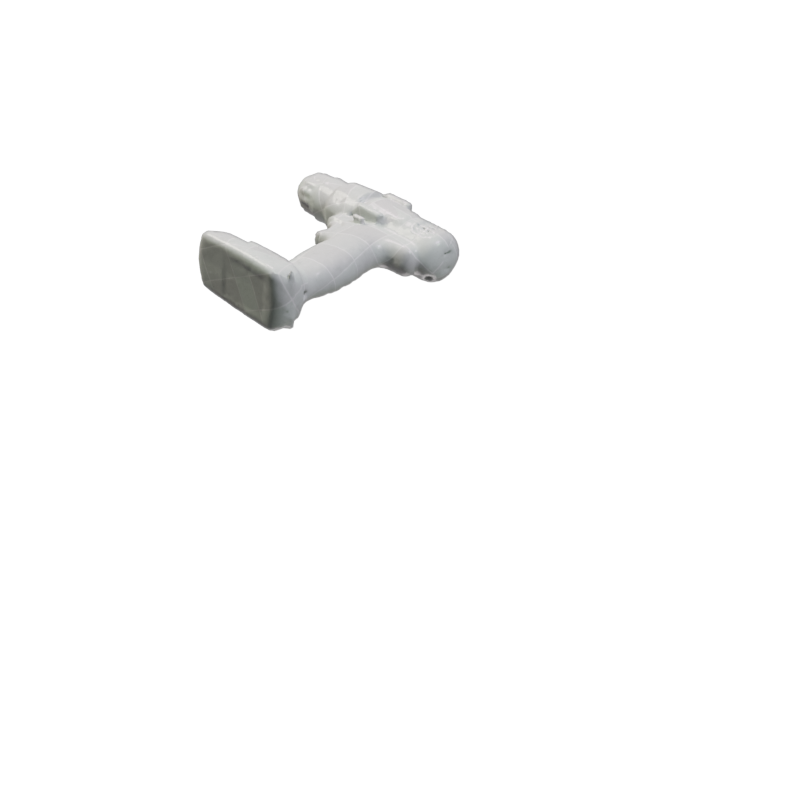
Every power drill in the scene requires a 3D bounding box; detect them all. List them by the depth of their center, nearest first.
[{"bbox_3d":[-0.073,-0.133,0.932,0.186,0.054,0.197,-26,41,-35],"label":"power drill"}]
